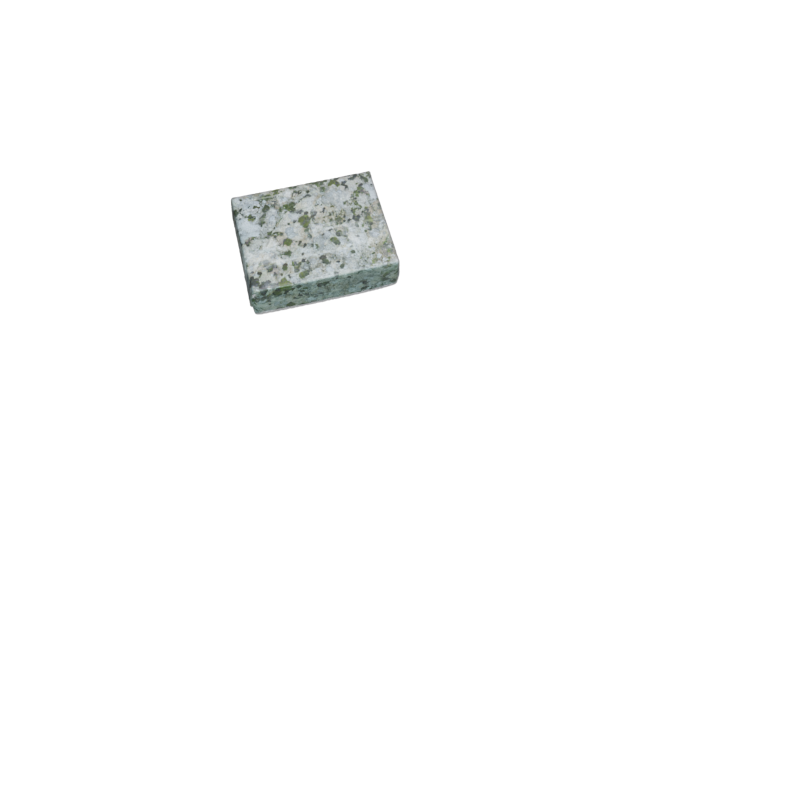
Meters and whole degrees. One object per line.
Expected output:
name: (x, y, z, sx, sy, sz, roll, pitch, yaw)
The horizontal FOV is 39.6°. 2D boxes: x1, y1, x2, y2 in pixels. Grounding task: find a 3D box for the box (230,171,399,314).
box: (-0.066, -0.120, 0.838, 0.113, 0.096, 0.036, -12, -31, -8)
